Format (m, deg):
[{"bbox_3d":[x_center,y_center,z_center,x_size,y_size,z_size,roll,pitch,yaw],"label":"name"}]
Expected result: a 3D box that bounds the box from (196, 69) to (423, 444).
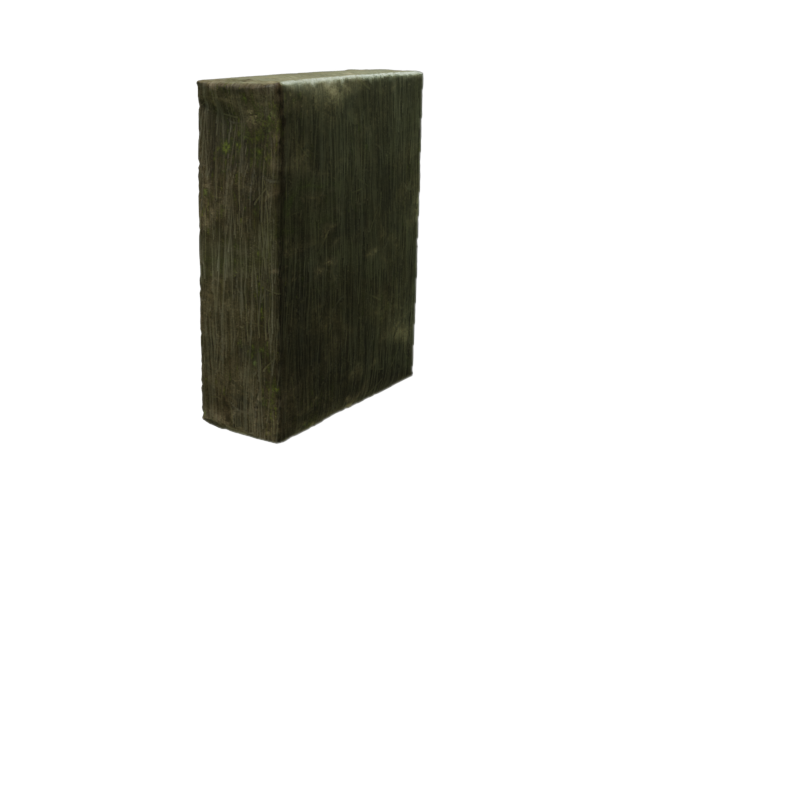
[{"bbox_3d":[-0.056,-0.101,0.710,0.075,0.208,0.162,8,16,30],"label":"box"}]
